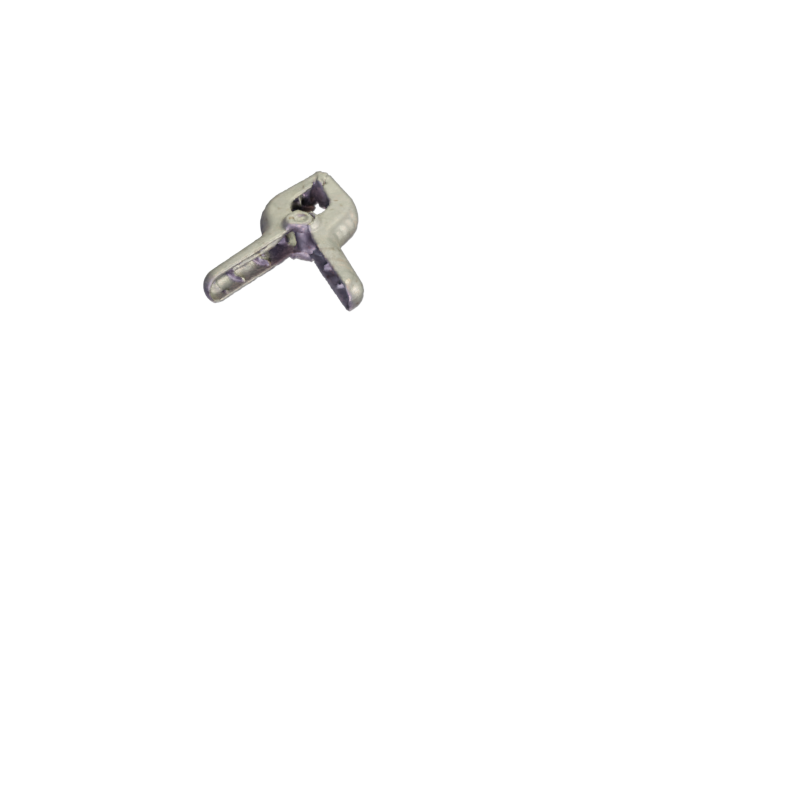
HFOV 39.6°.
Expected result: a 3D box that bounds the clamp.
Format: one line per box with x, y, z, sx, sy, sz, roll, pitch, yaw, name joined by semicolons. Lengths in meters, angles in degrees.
-0.068;-0.124;0.868;0.123;0.037;0.179;13;44;13;clamp
